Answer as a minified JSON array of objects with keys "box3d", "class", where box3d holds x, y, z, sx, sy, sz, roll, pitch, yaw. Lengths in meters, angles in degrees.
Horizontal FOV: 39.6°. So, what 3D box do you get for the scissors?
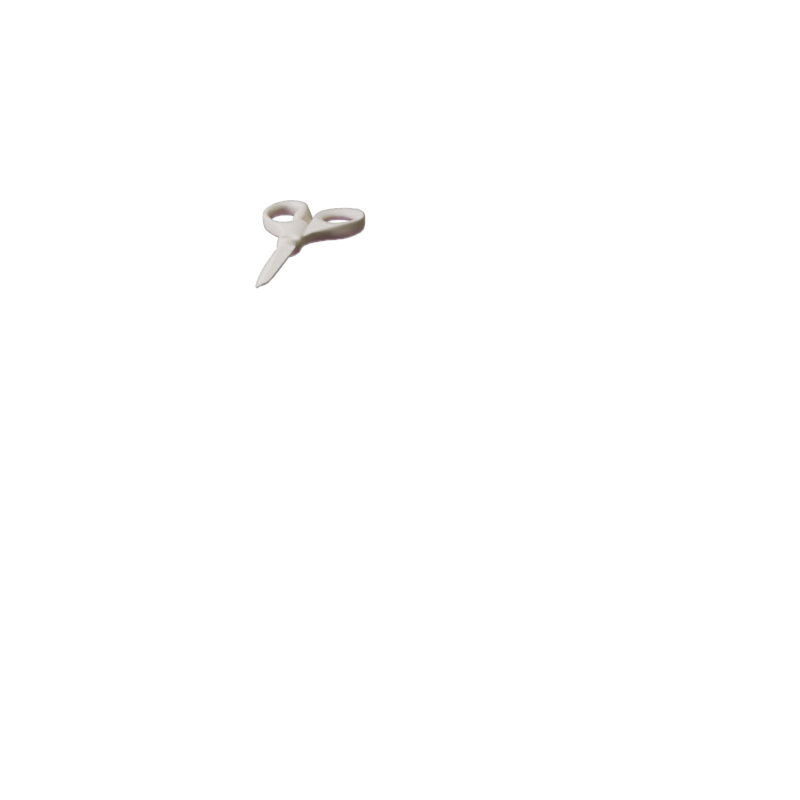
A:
[{"box3d":[-0.069,-0.126,0.883,0.095,0.015,0.213,-3,25,-7],"class":"scissors"}]
